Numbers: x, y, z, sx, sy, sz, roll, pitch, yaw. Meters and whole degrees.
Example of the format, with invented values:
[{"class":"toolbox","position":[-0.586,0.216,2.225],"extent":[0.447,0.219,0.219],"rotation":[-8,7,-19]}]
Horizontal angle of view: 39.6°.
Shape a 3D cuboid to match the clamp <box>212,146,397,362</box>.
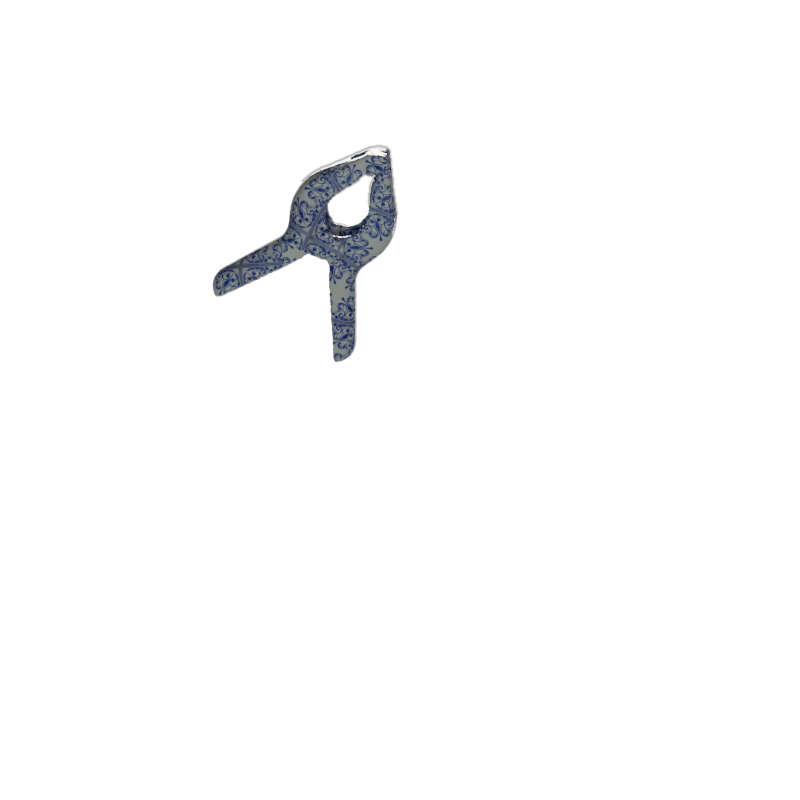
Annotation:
[{"class":"clamp","position":[-0.065,-0.119,0.831],"extent":[0.118,0.166,0.041],"rotation":[20,21,-8]}]
